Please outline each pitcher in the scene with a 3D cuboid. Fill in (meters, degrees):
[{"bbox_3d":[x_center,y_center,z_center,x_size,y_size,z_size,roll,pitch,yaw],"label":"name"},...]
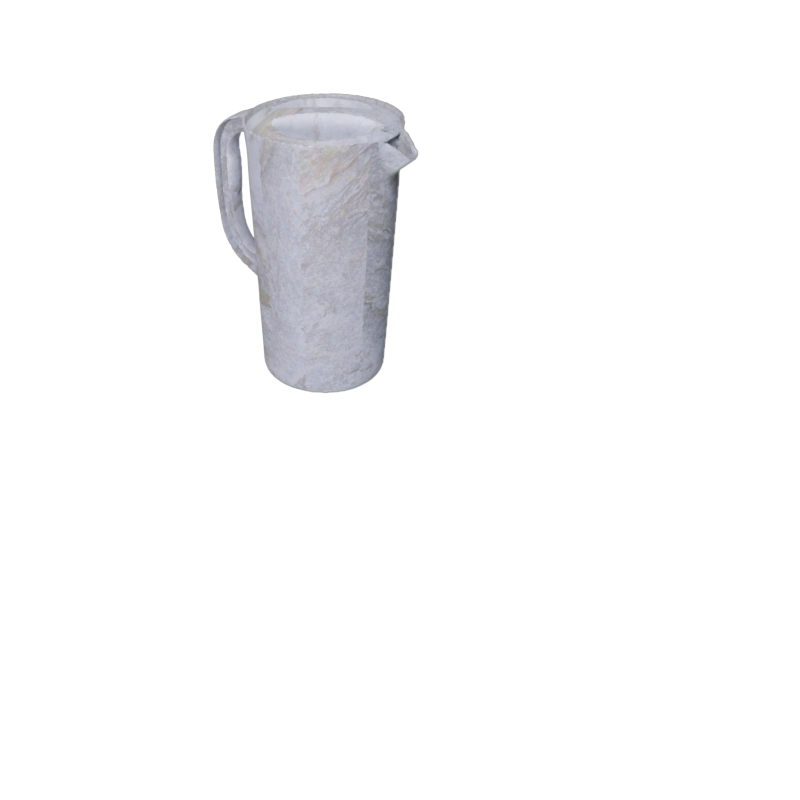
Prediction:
[{"bbox_3d":[-0.075,-0.136,0.955,0.143,0.230,0.160,-8,30,-17],"label":"pitcher"}]
